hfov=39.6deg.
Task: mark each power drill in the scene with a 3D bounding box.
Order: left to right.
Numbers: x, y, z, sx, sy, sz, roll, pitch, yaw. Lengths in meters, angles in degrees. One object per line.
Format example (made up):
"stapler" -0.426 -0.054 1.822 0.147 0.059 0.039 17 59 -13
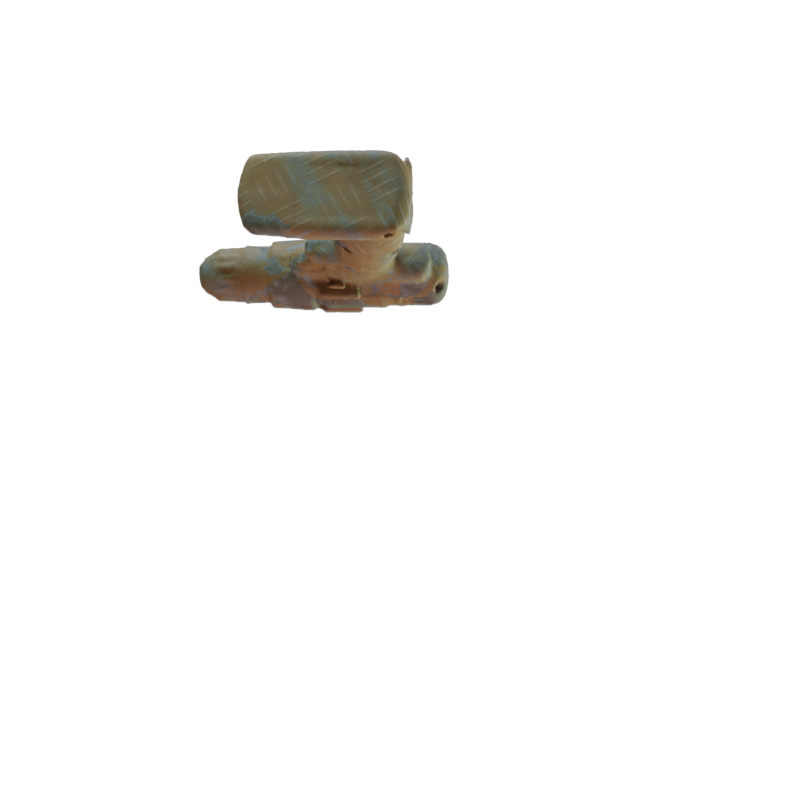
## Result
"power drill" -0.059 -0.108 0.754 0.185 0.060 0.180 -1 -12 4
